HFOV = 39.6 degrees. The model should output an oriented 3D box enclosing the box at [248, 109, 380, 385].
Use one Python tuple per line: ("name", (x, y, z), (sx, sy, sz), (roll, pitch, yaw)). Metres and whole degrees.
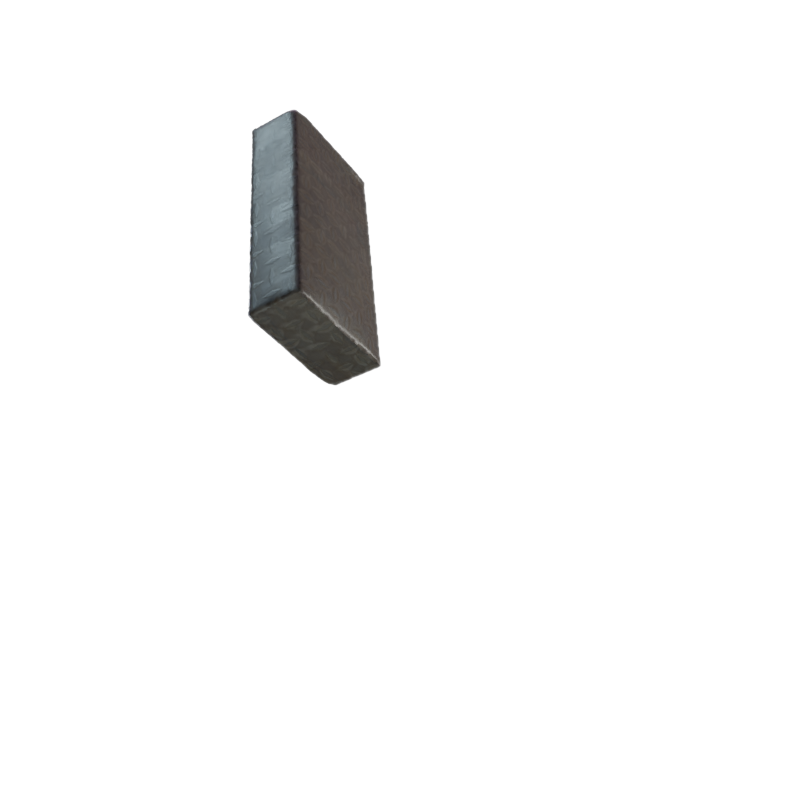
("box", (-0.058, -0.106, 0.743), (0.048, 0.189, 0.086), (-25, -44, 24))
